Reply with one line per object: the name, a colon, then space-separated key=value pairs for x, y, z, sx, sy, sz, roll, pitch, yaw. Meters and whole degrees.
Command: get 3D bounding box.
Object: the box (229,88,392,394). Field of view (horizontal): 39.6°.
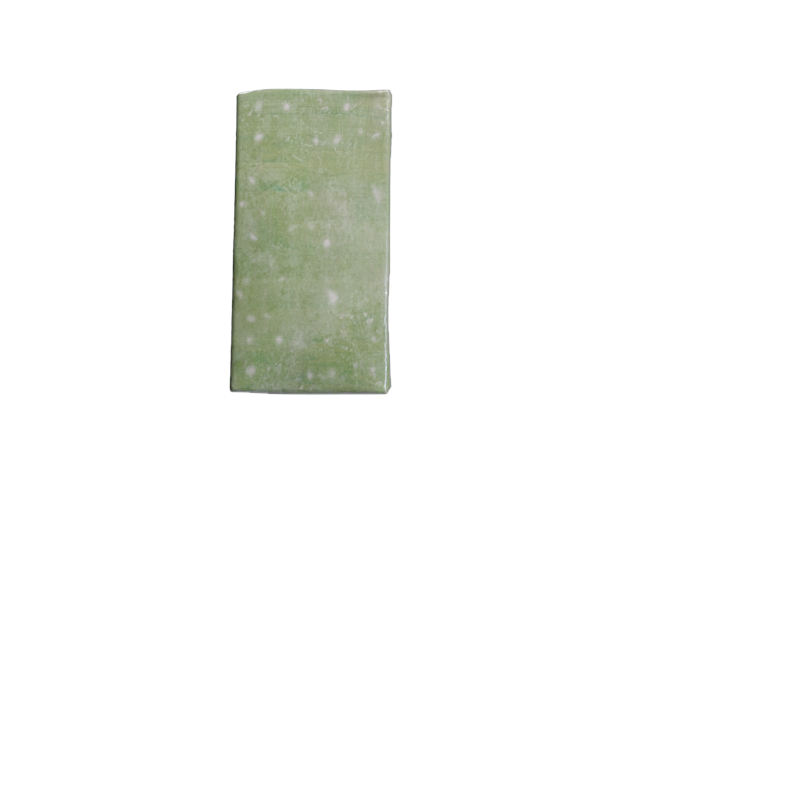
box: x=-0.051 y=-0.093 z=0.650 sx=0.094 sy=0.178 sz=0.047 roll=0 pitch=-3 yaw=2
